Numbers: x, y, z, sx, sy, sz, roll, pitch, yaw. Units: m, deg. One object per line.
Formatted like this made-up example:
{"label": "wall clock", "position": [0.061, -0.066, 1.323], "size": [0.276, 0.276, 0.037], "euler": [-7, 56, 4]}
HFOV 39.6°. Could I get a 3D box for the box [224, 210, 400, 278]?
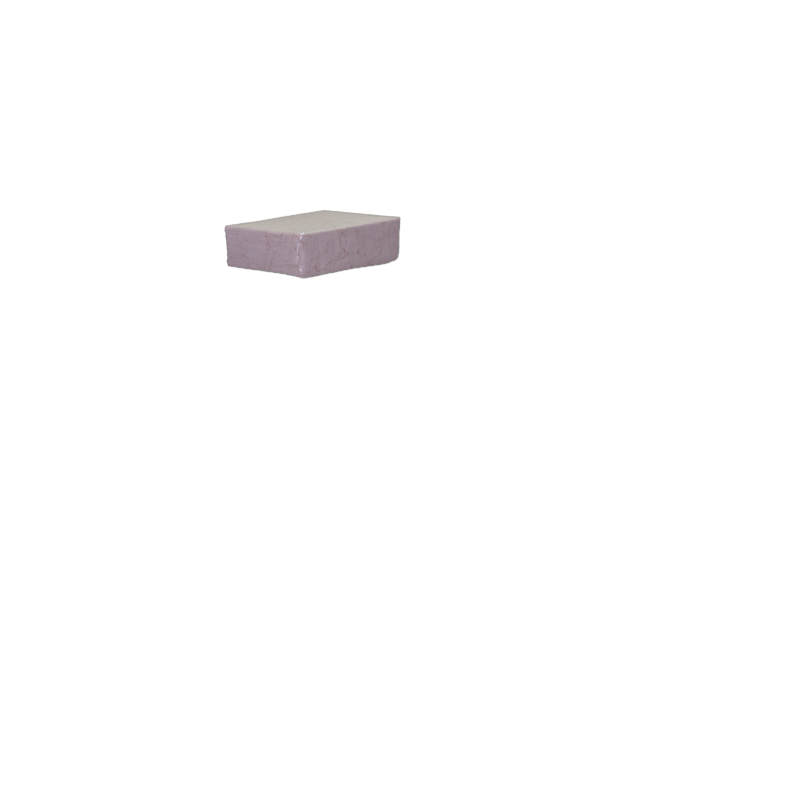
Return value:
{"label": "box", "position": [-0.069, -0.126, 0.880], "size": [0.095, 0.038, 0.111], "euler": [14, 20, 42]}
